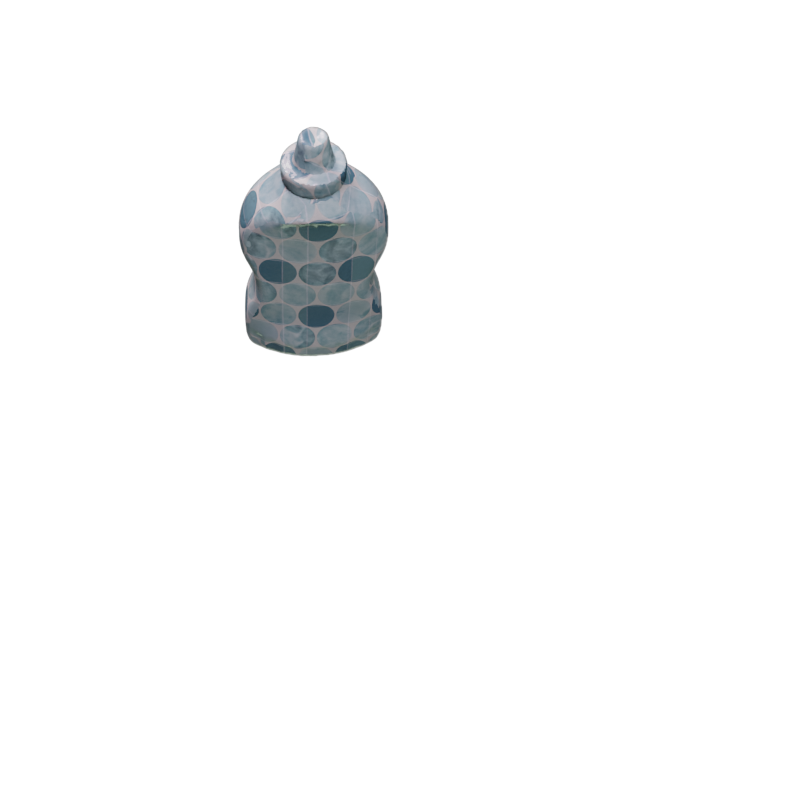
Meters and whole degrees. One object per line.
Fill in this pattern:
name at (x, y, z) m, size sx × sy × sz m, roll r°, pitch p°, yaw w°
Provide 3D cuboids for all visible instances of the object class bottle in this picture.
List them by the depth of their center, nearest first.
bottle at (-0.057, -0.104, 0.725) m, size 0.096 × 0.062 × 0.179 m, roll 1°, pitch -35°, yaw -3°
